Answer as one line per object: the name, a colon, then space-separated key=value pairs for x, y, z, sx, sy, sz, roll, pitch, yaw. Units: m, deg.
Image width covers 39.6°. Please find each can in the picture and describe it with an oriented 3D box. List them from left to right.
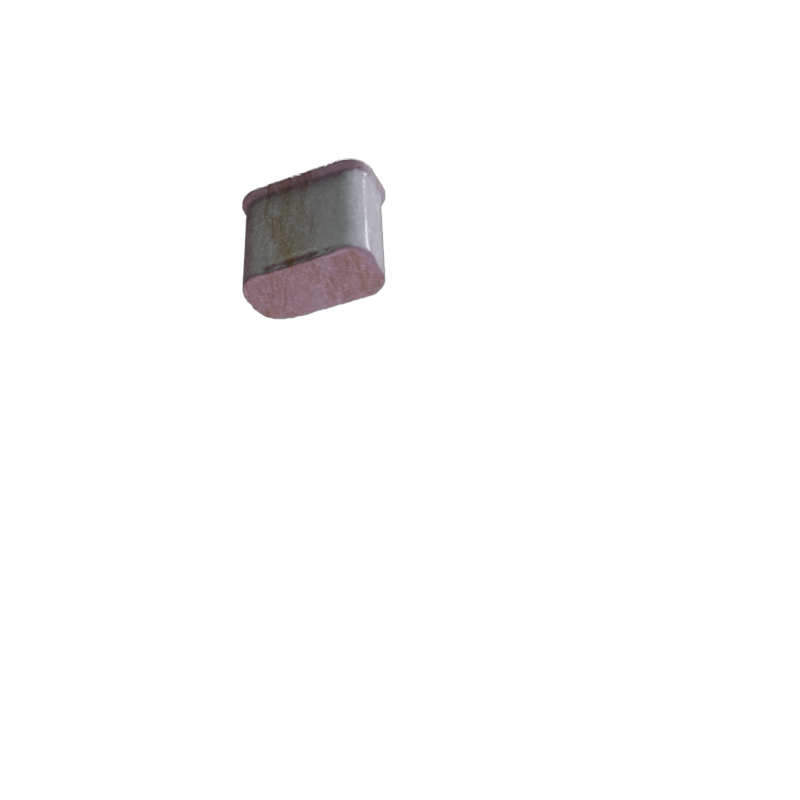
can: x=-0.060 y=-0.110 z=0.773 sx=0.103 sy=0.090 sz=0.053 roll=-16 pitch=-41 yaw=17
